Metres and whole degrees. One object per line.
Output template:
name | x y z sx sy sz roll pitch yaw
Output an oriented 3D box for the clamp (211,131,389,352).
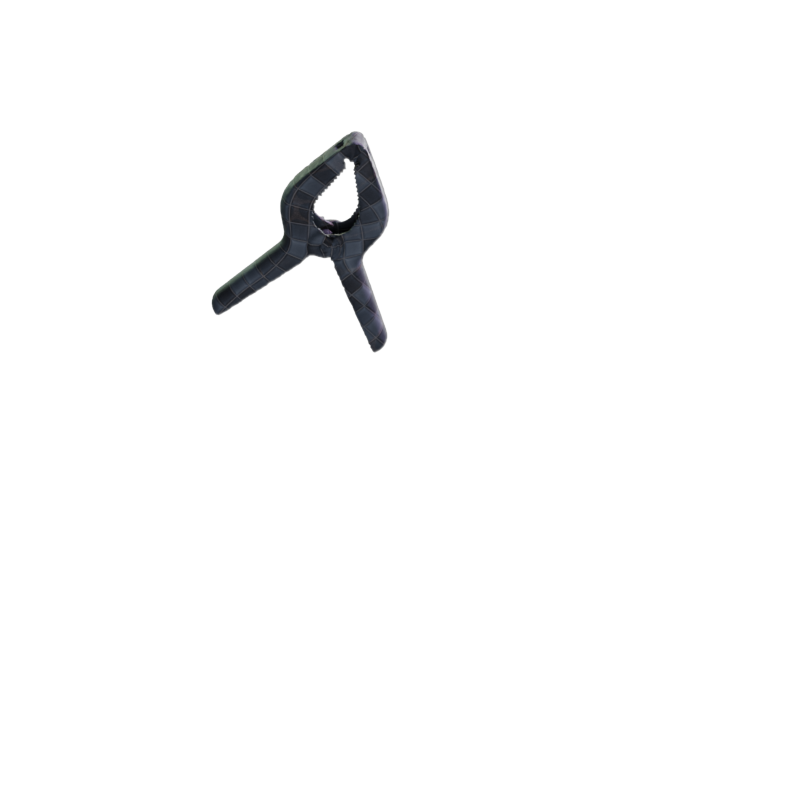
clamp | -0.077 -0.140 0.978 0.163 0.199 0.039 8 31 -5
